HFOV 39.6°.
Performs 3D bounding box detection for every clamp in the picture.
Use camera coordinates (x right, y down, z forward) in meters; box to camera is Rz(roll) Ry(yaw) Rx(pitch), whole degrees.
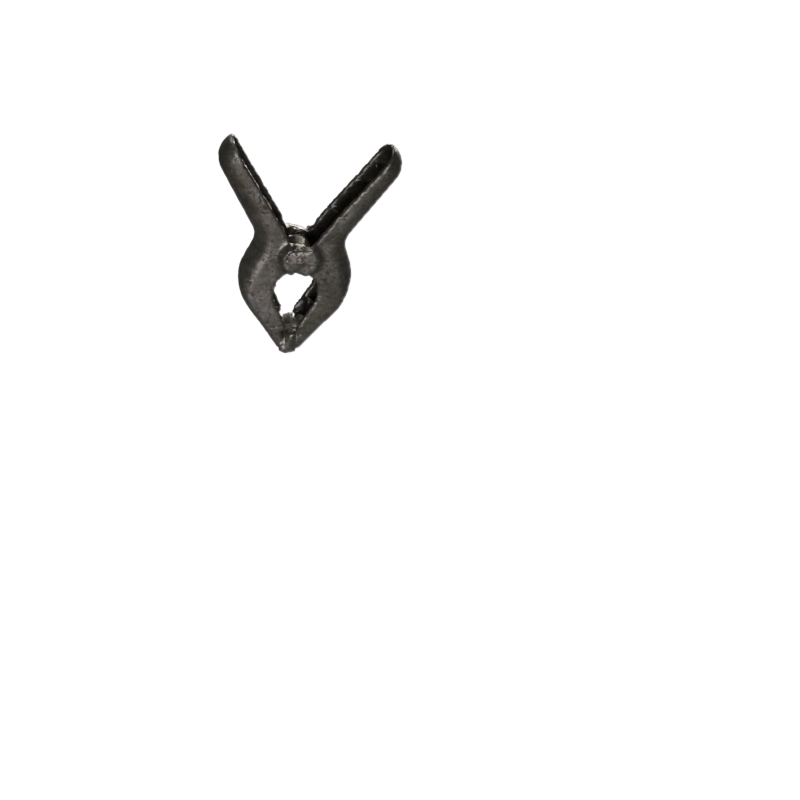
[{"bbox_3d":[-0.060,-0.109,0.763,0.120,0.160,0.042,0,39,-1],"label":"clamp"}]
